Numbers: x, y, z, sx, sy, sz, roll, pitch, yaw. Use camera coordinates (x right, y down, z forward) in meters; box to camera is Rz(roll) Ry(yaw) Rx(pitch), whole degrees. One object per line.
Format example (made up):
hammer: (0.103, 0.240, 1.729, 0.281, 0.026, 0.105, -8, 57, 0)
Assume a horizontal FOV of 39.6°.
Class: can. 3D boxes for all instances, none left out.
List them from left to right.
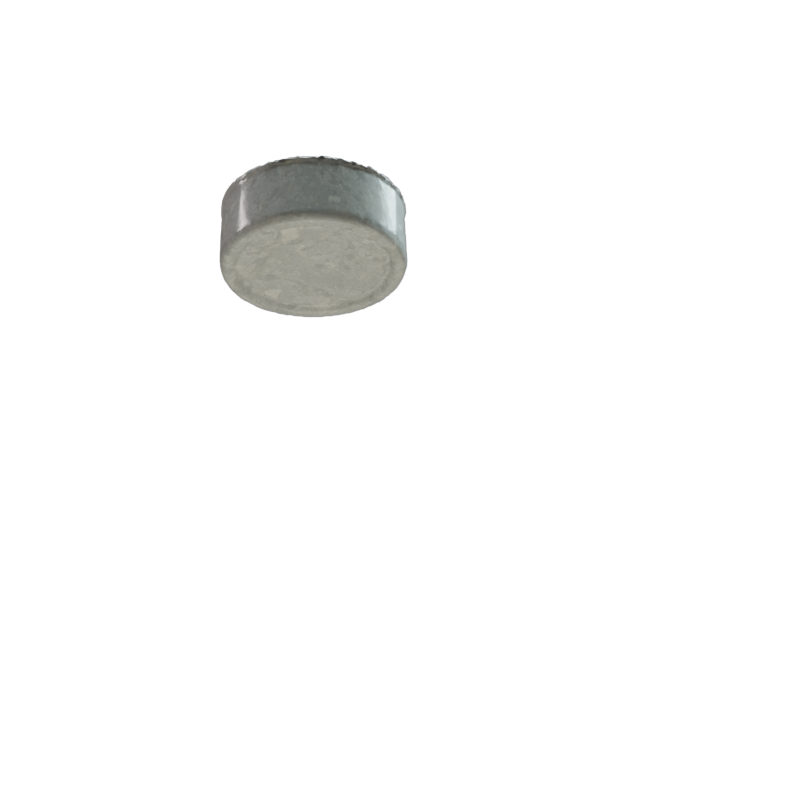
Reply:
can: (-0.040, -0.072, 0.505, 0.086, 0.036, 0.081, 1, -28, -2)
